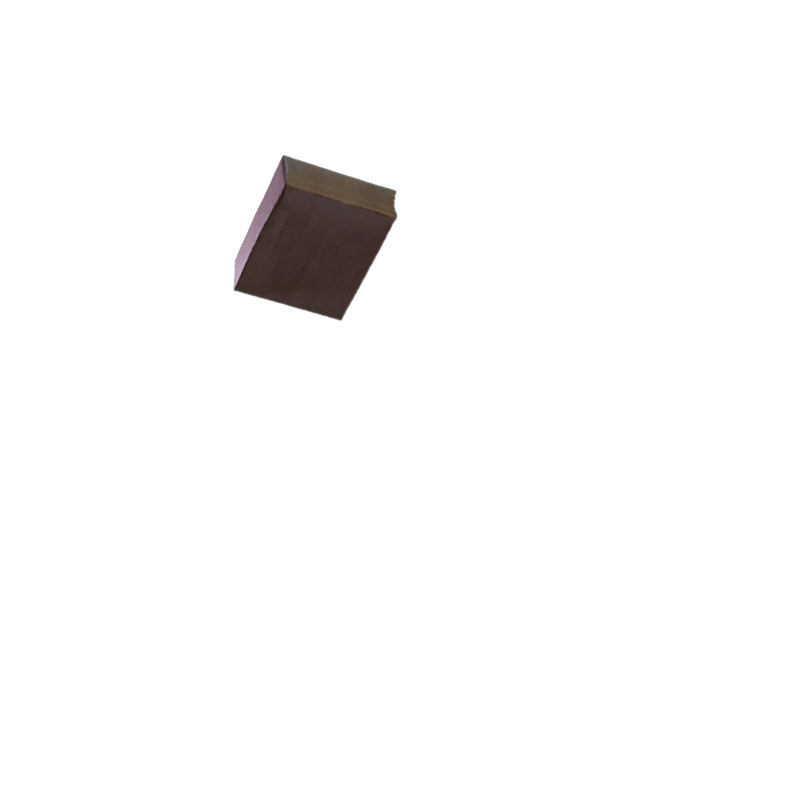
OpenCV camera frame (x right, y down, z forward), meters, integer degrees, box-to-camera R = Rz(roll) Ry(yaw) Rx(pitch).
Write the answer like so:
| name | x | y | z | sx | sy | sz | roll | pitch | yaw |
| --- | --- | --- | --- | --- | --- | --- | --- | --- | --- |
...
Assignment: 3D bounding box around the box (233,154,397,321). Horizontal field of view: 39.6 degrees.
| name | x | y | z | sx | sy | sz | roll | pitch | yaw |
| --- | --- | --- | --- | --- | --- | --- | --- | --- | --- |
| box | -0.064 | -0.117 | 0.820 | 0.087 | 0.042 | 0.109 | 16 | -47 | -17 |
